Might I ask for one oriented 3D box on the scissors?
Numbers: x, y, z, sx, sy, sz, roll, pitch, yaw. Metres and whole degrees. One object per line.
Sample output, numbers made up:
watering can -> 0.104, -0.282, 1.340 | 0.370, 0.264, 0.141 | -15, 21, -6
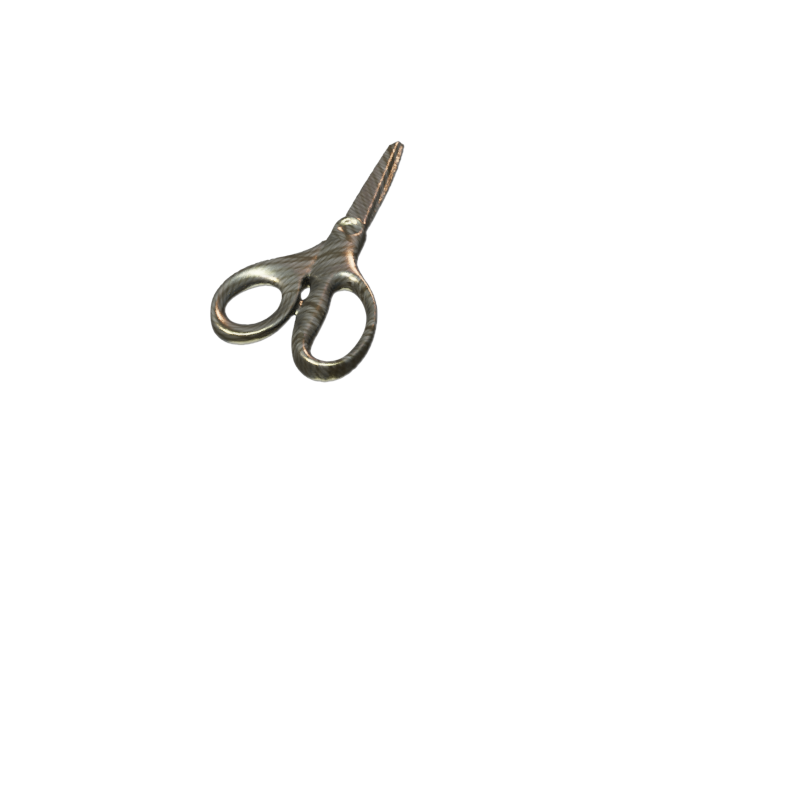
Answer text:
scissors -> -0.049, -0.089, 0.621 | 0.096, 0.015, 0.216 | 2, 44, 2
